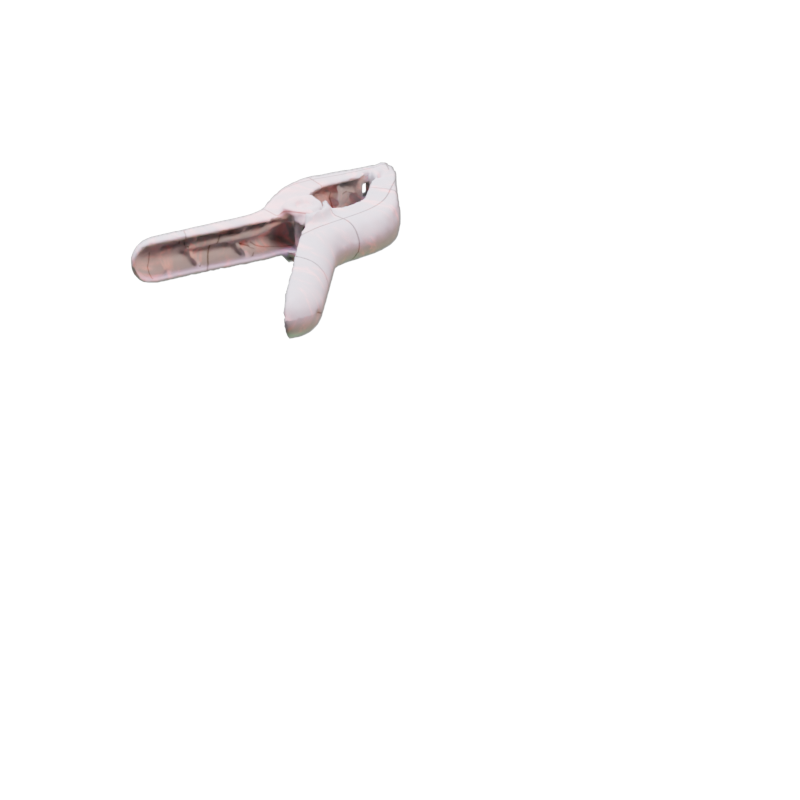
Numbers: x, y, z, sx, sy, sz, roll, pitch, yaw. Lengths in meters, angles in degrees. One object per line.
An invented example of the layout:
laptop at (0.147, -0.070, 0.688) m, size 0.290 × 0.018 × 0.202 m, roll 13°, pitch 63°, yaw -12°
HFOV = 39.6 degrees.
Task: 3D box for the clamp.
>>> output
clamp at (-0.048, -0.087, 0.611) m, size 0.128 × 0.037 × 0.172 m, roll 31°, pitch 48°, yaw 33°
